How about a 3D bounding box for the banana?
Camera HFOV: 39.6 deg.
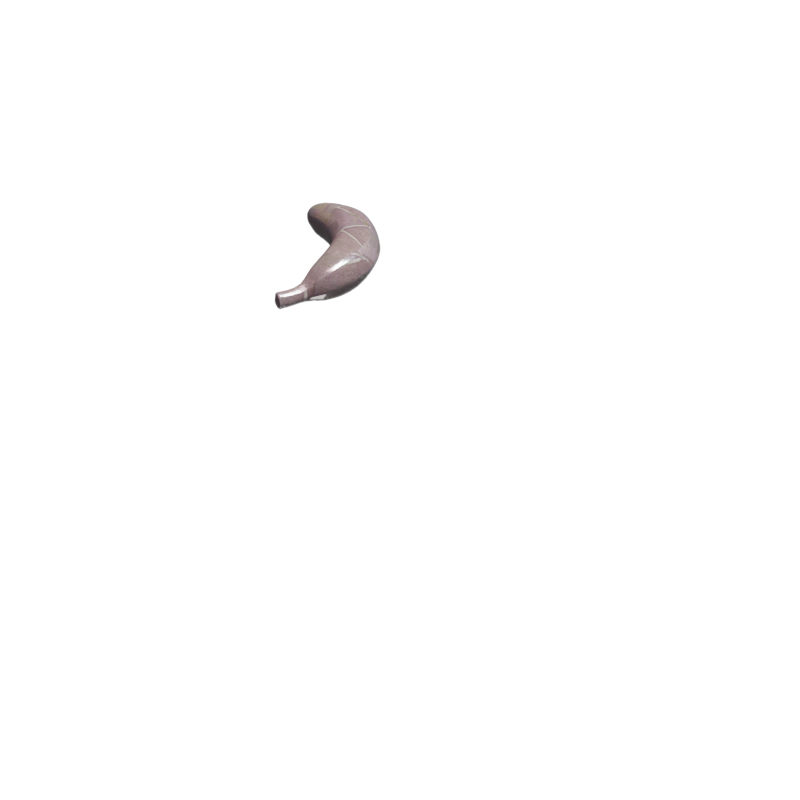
[{"bbox_3d":[-0.049,-0.121,0.859,0.070,0.035,0.206,2,25,3],"label":"banana"}]
